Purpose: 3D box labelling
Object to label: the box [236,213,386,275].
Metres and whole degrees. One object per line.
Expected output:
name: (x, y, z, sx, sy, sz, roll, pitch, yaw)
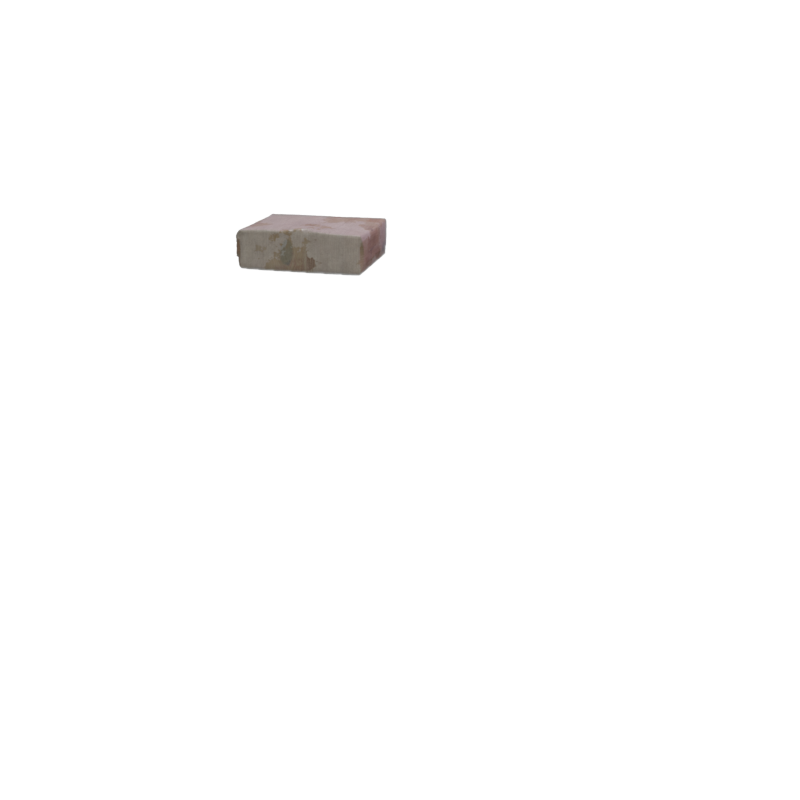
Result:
box: (-0.061, -0.110, 0.772, 0.091, 0.029, 0.074, 5, 18, 14)
